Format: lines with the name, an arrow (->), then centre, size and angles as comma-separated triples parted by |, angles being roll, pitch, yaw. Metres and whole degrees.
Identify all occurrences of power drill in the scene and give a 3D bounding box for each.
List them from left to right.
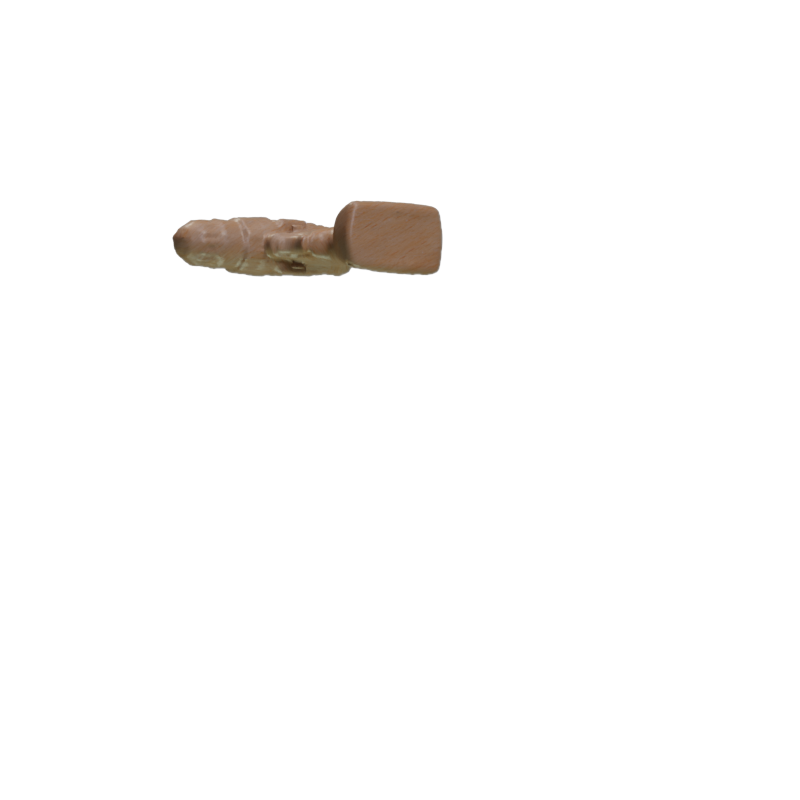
power drill -> -0.073, -0.133, 0.929 | 0.178, 0.057, 0.195 | -4, 7, -39
